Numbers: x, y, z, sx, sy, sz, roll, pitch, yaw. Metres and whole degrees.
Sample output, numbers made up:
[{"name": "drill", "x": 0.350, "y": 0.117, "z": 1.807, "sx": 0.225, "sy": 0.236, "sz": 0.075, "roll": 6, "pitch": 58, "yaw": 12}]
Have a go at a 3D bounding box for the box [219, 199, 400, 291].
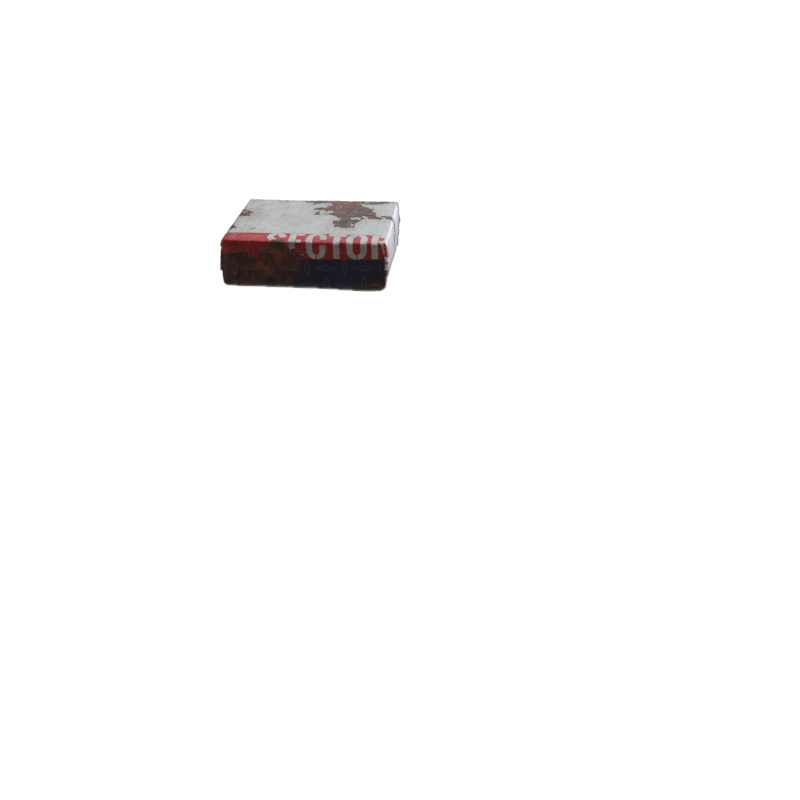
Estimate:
[{"name": "box", "x": -0.060, "y": -0.110, "z": 0.769, "sx": 0.115, "sy": 0.037, "sz": 0.094, "roll": 4, "pitch": 27, "yaw": 7}]
